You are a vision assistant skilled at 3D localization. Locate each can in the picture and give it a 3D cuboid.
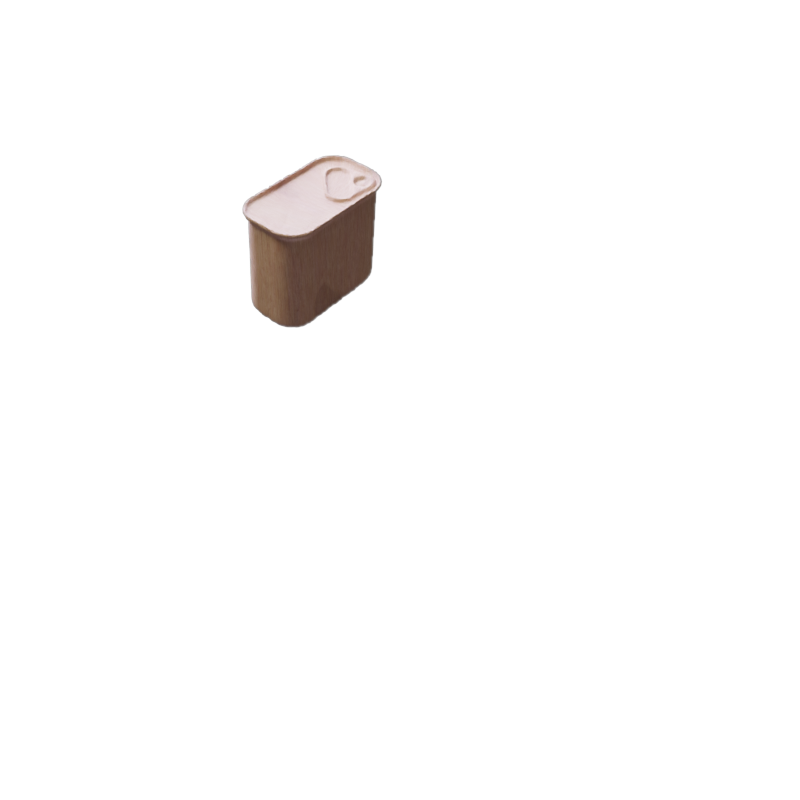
[{"bbox_3d":[-0.061,-0.112,0.782,0.061,0.078,0.103,29,48,28],"label":"can"}]
